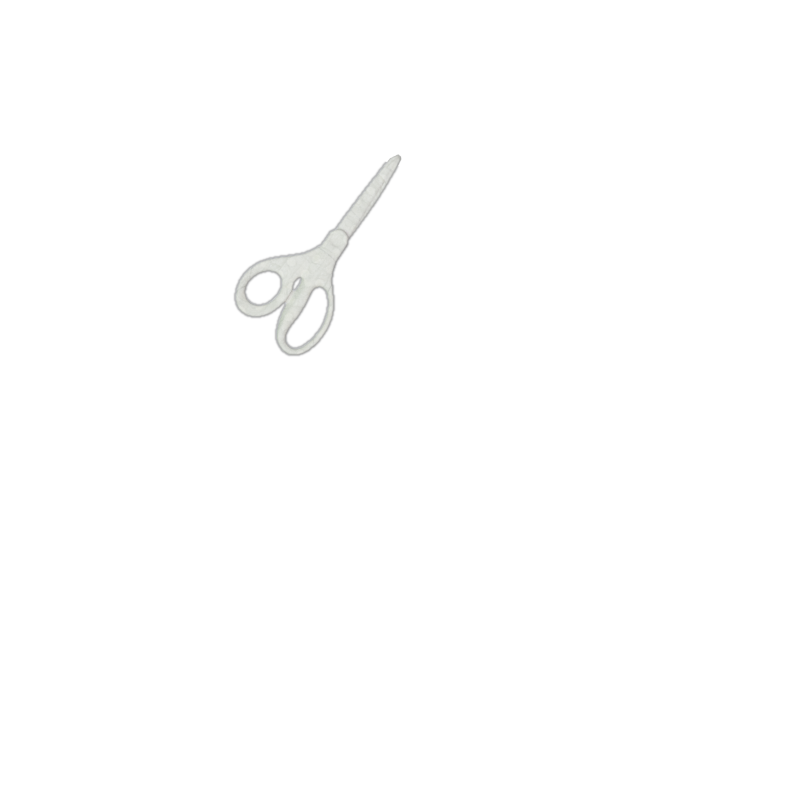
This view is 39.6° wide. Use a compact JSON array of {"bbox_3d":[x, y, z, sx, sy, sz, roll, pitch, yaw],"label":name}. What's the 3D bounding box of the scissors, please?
[{"bbox_3d":[-0.076,-0.139,0.974,0.097,0.206,0.015,18,-12,4],"label":"scissors"}]
